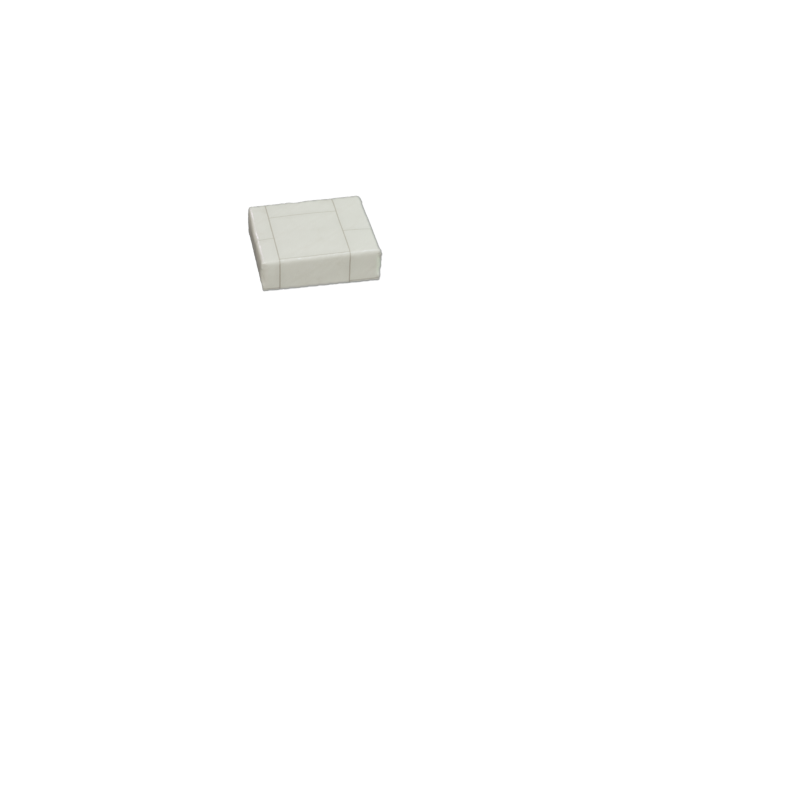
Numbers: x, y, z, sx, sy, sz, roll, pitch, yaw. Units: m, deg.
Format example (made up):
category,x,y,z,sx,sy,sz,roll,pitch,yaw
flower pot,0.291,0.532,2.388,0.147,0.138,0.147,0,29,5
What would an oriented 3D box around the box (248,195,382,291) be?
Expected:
category,x,y,z,sx,sy,sz,roll,pitch,yaw
box,-0.064,-0.117,0.821,0.088,0.028,0.079,-8,41,-9
